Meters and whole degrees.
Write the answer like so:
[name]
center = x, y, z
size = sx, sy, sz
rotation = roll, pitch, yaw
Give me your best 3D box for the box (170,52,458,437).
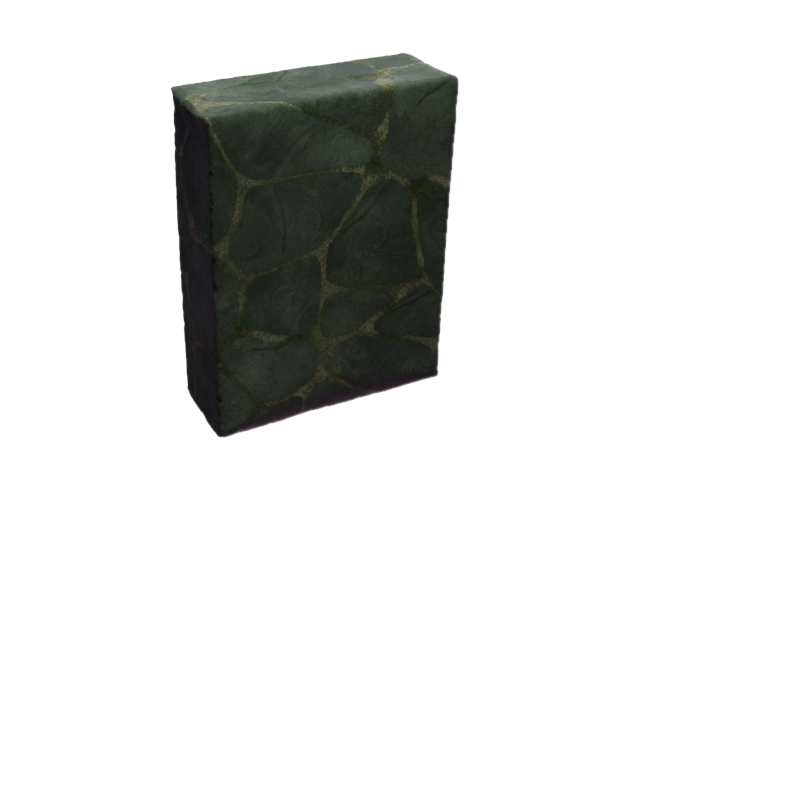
[box]
center = -0.055, -0.100, 0.699
size = 0.161, 0.202, 0.077
rotation = -14, 32, -26
